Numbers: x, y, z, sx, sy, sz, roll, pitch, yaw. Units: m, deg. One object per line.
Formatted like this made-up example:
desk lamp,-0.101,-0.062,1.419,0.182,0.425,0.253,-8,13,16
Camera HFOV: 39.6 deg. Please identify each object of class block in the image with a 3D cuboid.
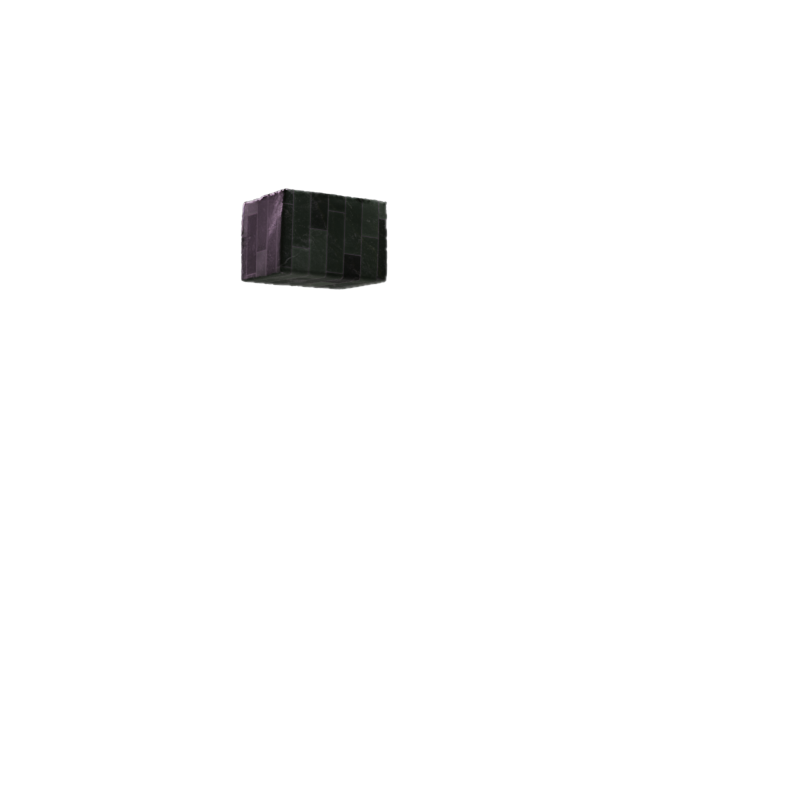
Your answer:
block,-0.054,-0.098,0.687,0.075,0.052,0.054,2,-5,-35
